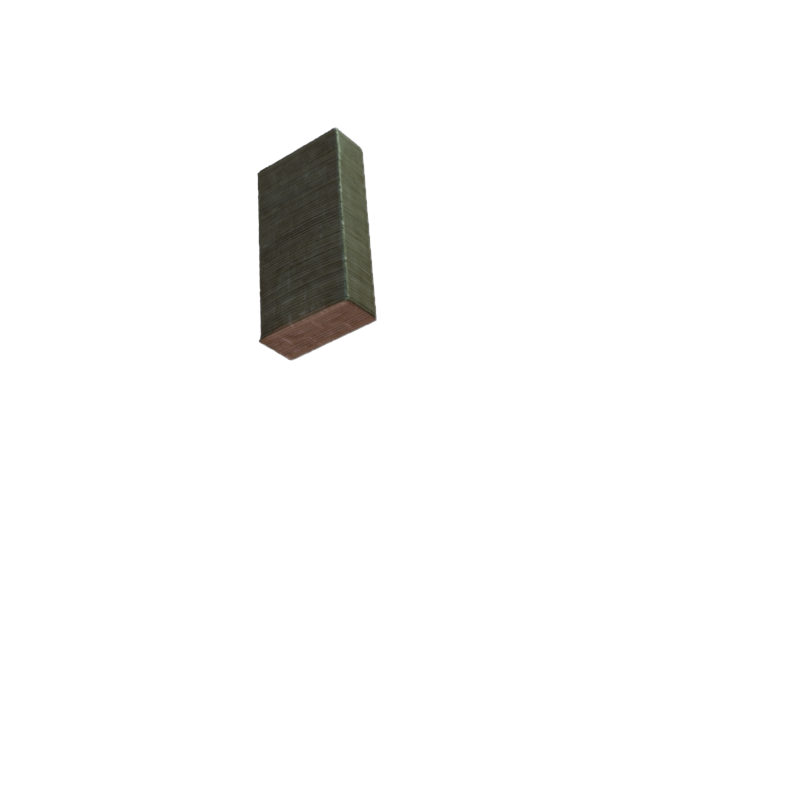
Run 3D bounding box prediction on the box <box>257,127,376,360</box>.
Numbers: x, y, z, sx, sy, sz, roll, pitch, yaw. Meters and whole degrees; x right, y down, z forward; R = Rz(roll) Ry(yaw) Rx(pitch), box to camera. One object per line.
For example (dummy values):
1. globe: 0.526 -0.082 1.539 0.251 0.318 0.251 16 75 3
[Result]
1. box: -0.071 -0.130 0.911 0.094 0.189 0.045 -25 -40 29
